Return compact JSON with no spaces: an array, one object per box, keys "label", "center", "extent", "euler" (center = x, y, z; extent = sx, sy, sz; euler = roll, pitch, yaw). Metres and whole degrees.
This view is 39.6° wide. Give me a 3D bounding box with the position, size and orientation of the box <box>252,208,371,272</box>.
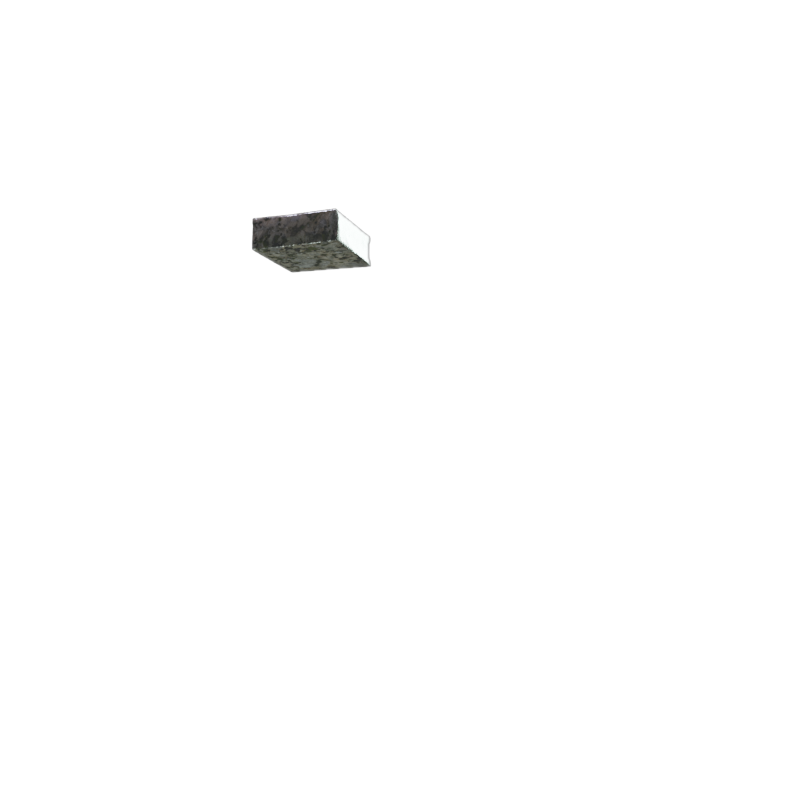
[{"label":"box","center":[-0.072,-0.131,0.916],"extent":[0.075,0.031,0.085],"euler":[-3,-9,19]}]
